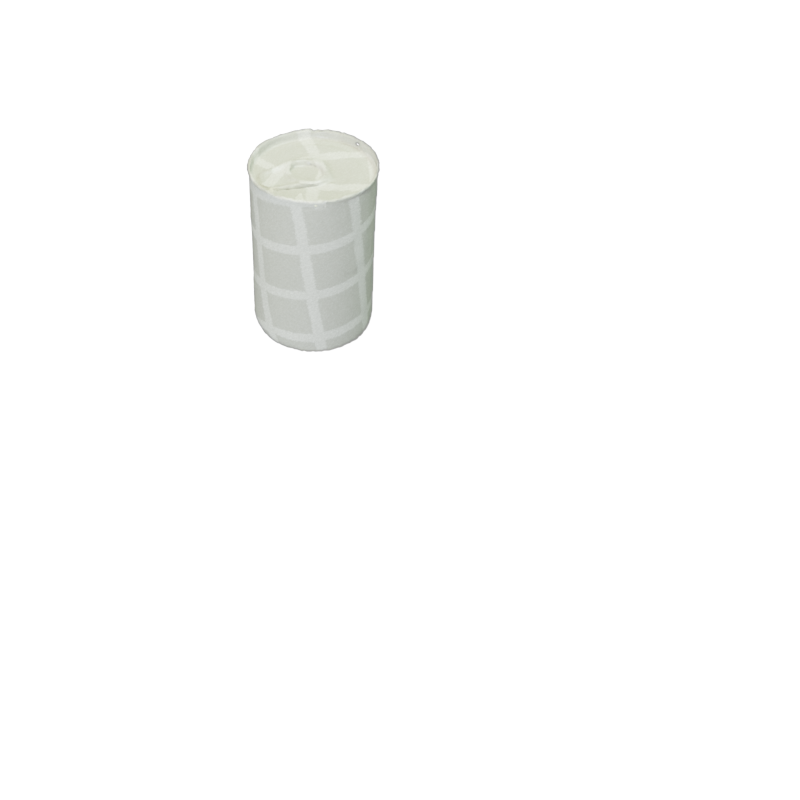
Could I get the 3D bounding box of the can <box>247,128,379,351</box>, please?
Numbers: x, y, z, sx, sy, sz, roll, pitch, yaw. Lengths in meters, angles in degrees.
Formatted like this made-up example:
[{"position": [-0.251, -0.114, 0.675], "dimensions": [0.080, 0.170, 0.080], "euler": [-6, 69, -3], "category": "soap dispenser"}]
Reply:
[{"position": [-0.047, -0.085, 0.597], "dimensions": [0.068, 0.095, 0.073], "euler": [0, 41, -3], "category": "can"}]
